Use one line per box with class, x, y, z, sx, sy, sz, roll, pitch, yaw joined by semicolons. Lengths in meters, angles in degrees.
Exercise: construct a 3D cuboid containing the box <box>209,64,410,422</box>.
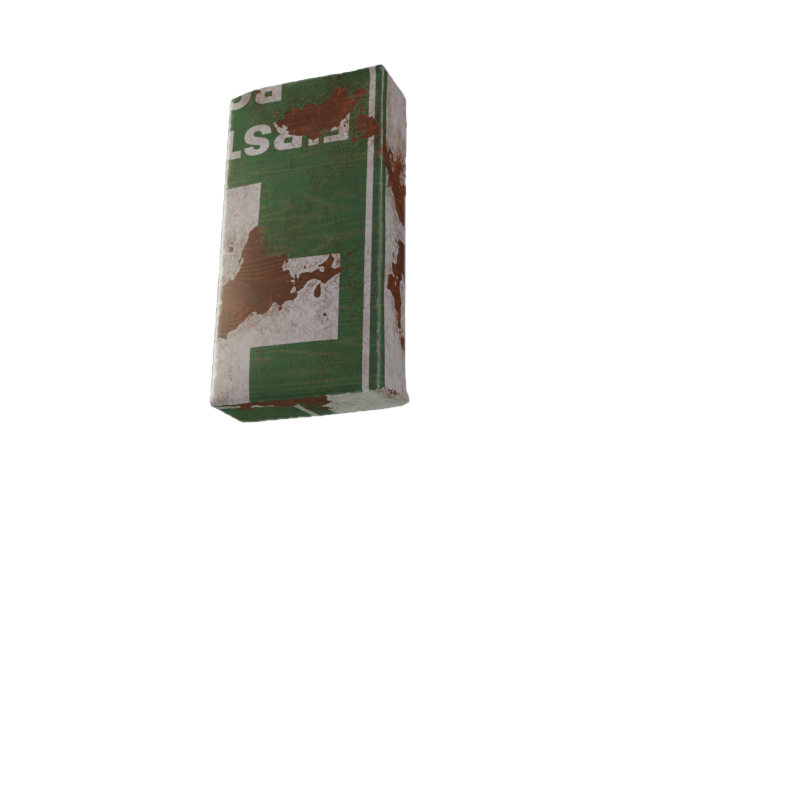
box;-0.045;-0.082;0.572;0.095;0.185;0.045;-9;-21;20
